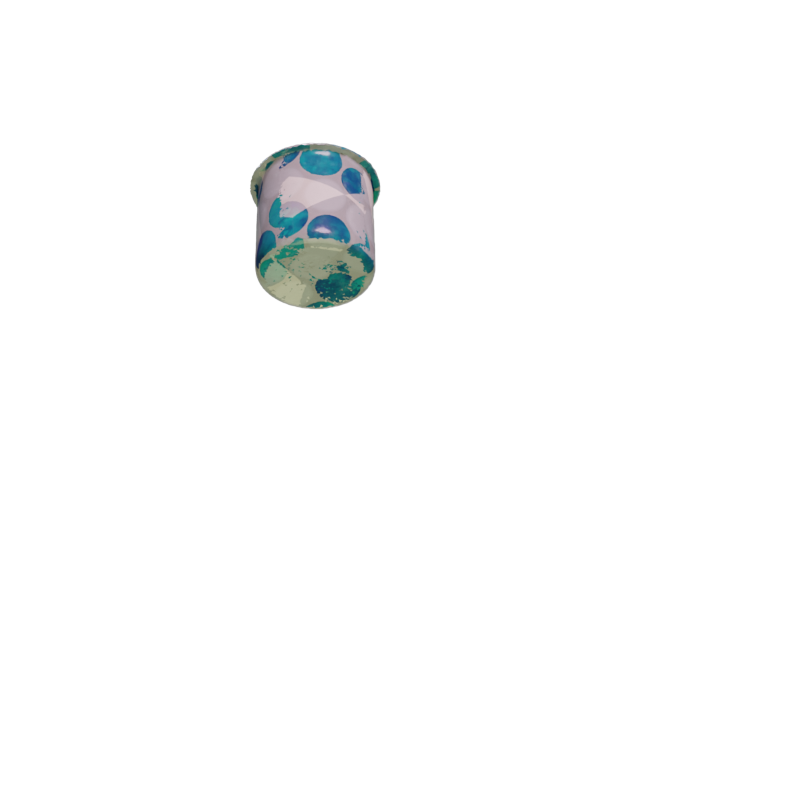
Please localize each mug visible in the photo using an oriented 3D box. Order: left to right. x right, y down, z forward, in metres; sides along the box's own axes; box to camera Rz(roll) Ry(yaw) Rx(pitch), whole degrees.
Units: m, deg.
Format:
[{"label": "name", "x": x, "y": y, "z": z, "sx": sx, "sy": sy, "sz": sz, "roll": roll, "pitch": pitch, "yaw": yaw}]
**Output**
[{"label": "mug", "x": -0.061, "y": -0.111, "z": 0.777, "sx": 0.092, "sy": 0.087, "sz": 0.110, "roll": 4, "pitch": -36, "yaw": -8}]
